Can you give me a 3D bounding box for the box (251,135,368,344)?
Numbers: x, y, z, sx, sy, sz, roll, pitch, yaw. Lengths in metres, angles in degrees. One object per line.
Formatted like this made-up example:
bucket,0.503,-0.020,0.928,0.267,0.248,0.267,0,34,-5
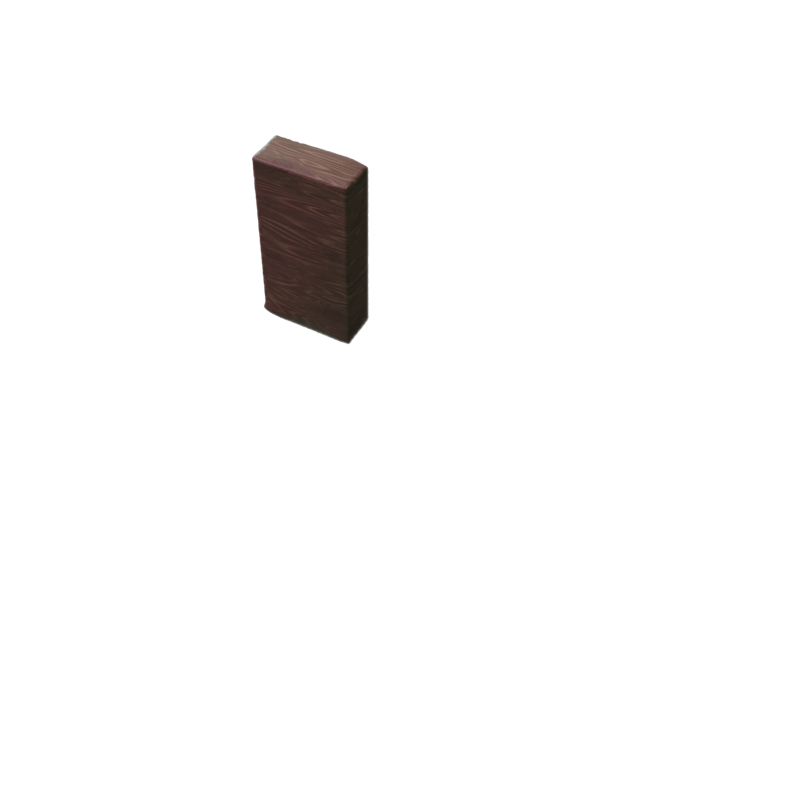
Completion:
box,-0.075,-0.137,0.960,0.097,0.164,0.049,23,45,20
